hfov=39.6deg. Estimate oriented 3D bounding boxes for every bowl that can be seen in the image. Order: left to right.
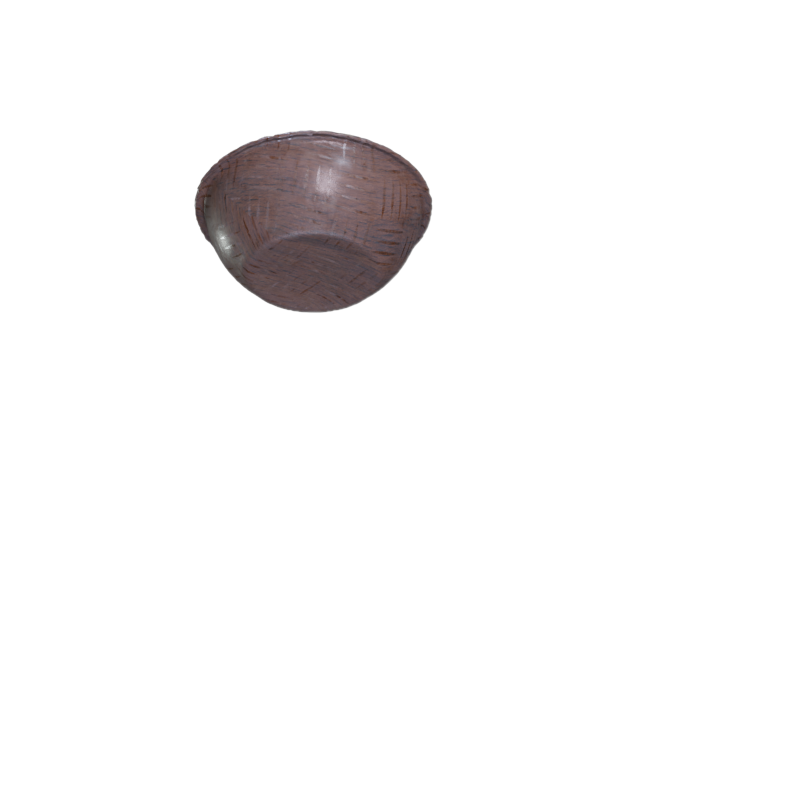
[{"bbox_3d":[-0.058,-0.105,0.738,0.162,0.059,0.152,1,-32,-2],"label":"bowl"}]
